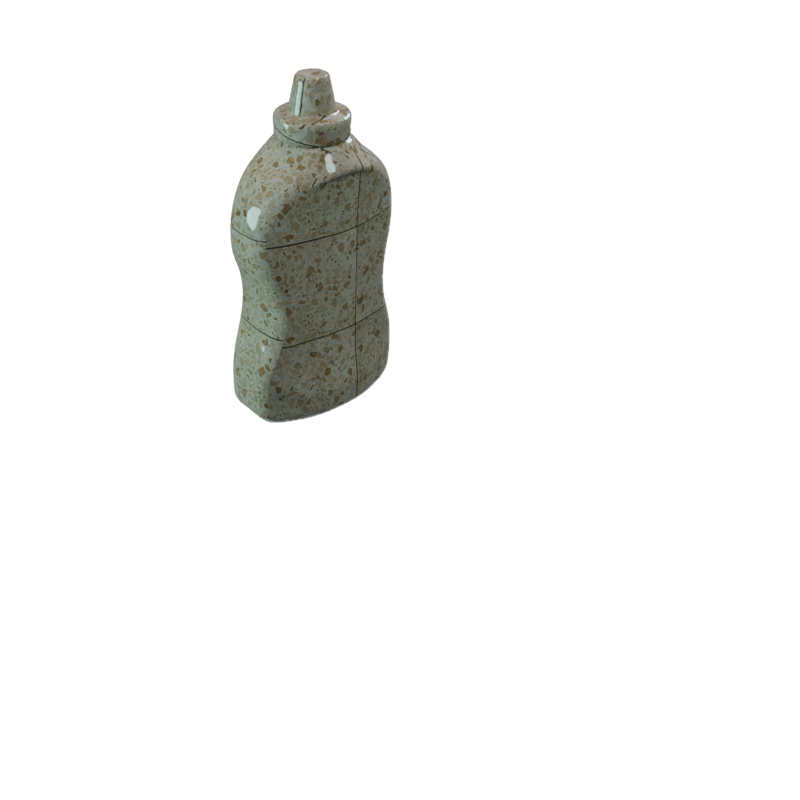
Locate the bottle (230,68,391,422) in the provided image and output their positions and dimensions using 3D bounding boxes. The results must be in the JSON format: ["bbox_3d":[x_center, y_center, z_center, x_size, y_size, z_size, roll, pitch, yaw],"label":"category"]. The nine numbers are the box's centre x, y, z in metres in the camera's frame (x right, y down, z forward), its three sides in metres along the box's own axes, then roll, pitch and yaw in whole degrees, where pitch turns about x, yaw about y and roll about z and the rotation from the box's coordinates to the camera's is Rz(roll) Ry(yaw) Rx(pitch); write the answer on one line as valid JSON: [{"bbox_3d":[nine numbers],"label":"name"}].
[{"bbox_3d":[-0.048,-0.087,0.606,0.095,0.181,0.063,-21,37,-34],"label":"bottle"}]
